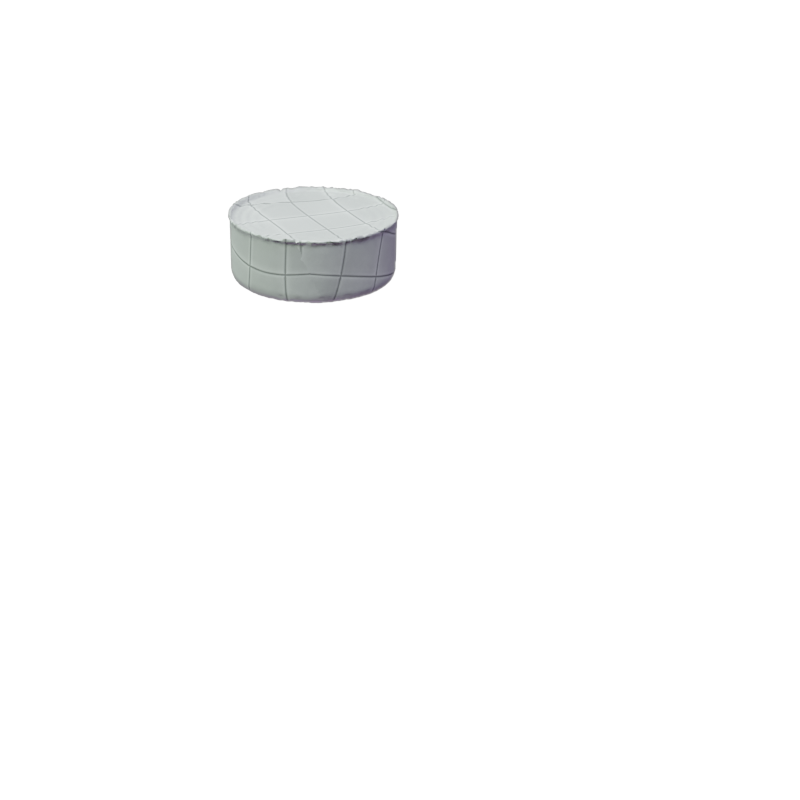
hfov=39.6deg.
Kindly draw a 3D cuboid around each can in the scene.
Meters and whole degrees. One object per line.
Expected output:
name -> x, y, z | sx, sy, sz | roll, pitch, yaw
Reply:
can -> -0.044, -0.080, 0.563 | 0.086, 0.032, 0.091 | -1, 26, -2
